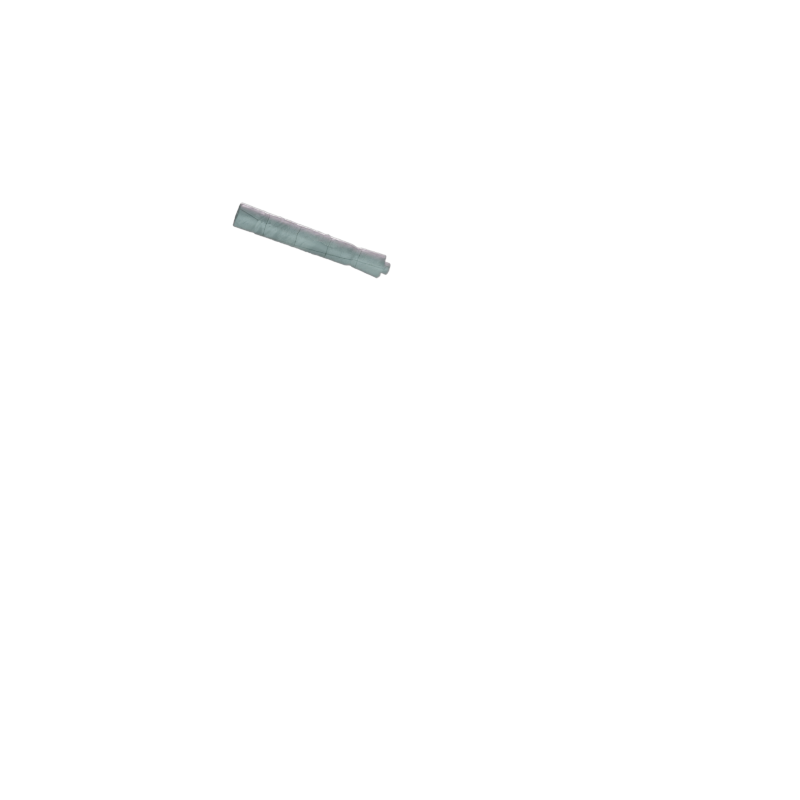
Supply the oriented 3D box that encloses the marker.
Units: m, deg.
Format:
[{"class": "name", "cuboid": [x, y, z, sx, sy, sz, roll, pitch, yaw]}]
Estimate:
[{"class": "marker", "cuboid": [-0.064, -0.117, 0.822, 0.119, 0.020, 0.020, 19, 1, -8]}]
